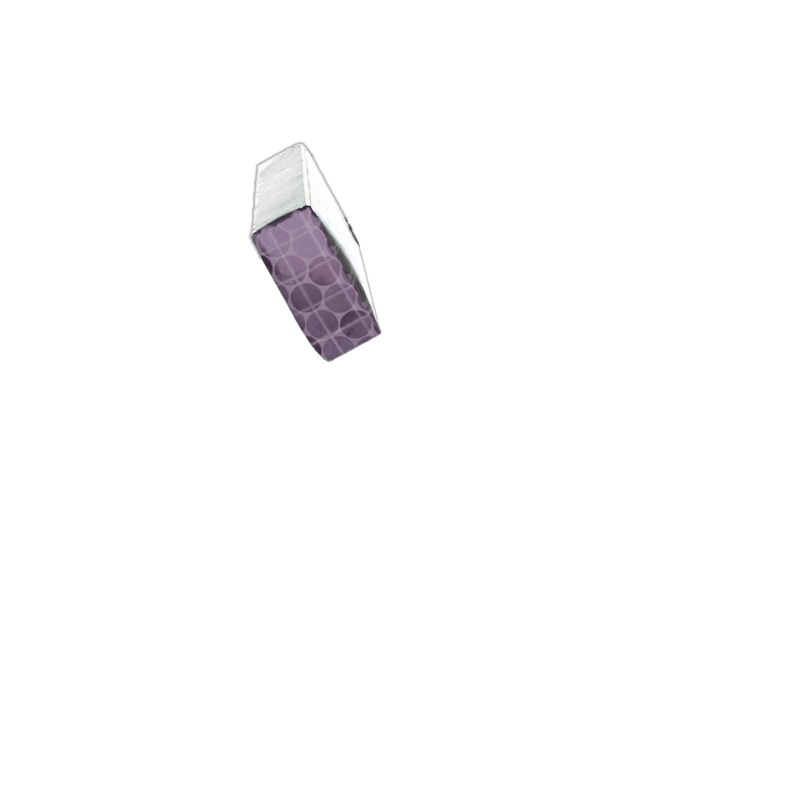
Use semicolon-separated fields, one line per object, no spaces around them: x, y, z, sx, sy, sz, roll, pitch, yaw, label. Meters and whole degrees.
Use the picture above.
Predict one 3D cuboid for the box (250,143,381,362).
-0.056;-0.103;0.721;0.048;0.089;0.185;-26;23;8;box
